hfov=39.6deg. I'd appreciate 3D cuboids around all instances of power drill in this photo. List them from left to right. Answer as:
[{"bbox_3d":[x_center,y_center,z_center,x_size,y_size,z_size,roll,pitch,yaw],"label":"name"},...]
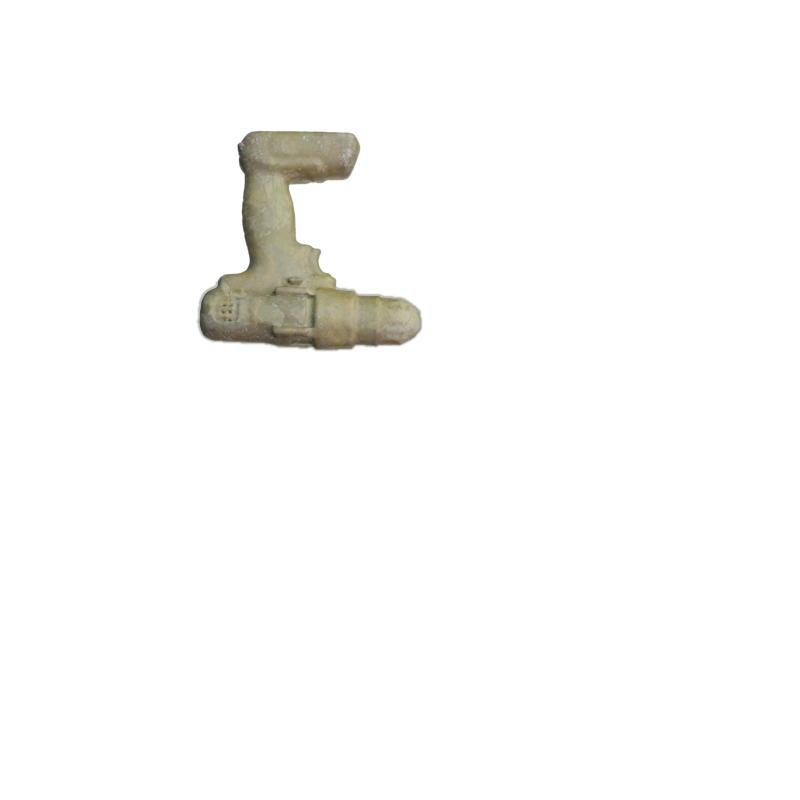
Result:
[{"bbox_3d":[-0.074,-0.135,0.943,0.184,0.196,0.055,2,-19,0],"label":"power drill"}]
